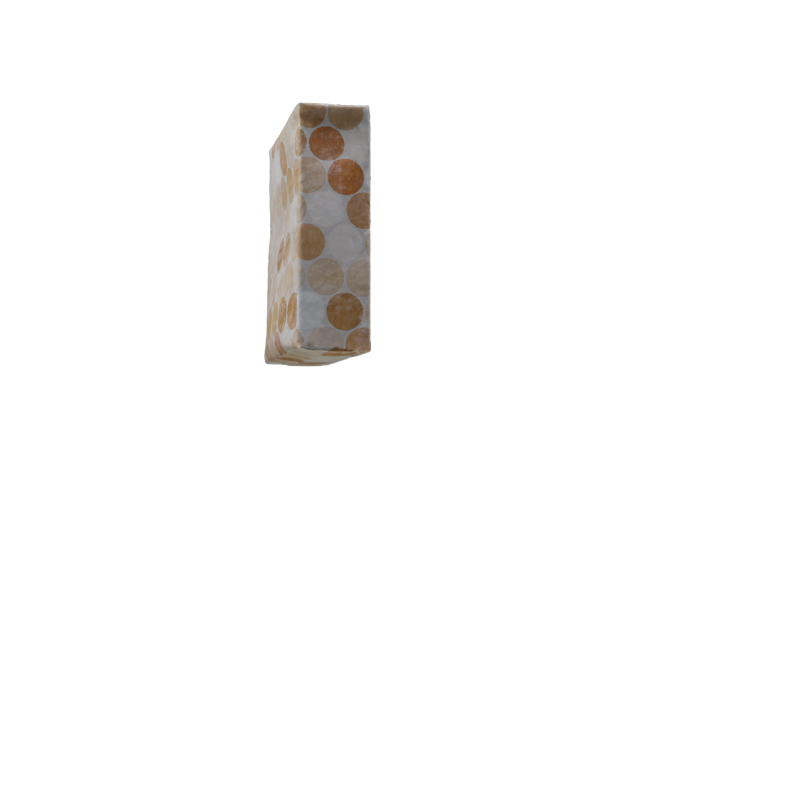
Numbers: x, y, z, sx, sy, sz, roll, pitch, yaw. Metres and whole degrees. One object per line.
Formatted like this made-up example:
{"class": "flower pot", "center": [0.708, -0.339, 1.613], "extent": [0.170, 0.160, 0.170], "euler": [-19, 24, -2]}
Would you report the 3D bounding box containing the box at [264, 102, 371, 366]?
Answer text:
{"class": "box", "center": [-0.078, -0.142, 0.996], "extent": [0.070, 0.219, 0.164], "euler": [2, -7, -15]}
